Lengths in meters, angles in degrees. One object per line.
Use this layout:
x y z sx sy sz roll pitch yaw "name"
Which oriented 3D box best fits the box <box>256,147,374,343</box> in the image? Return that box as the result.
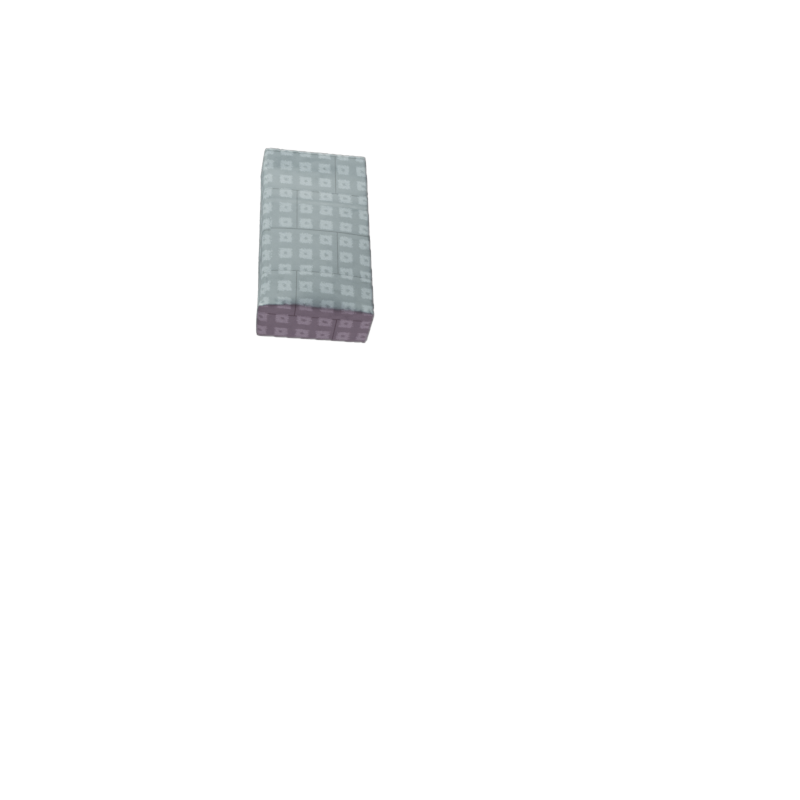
-0.073 -0.133 0.935 0.092 0.189 0.045 3 -39 -8 "box"
